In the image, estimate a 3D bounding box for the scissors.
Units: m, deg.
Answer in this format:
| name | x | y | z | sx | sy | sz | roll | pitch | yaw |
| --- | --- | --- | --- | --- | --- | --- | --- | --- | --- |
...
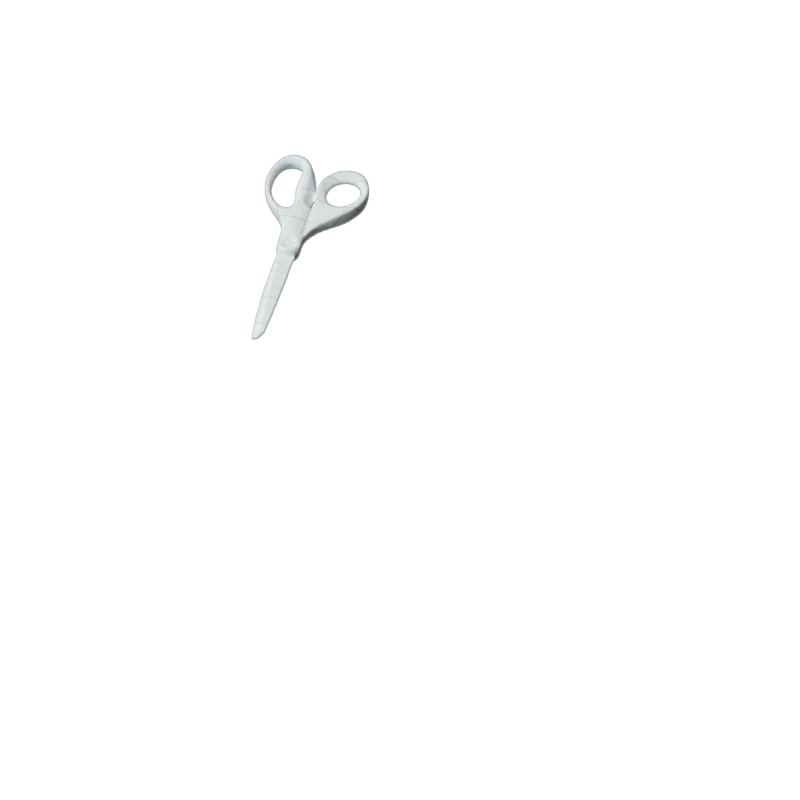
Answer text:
| name | x | y | z | sx | sy | sz | roll | pitch | yaw |
| --- | --- | --- | --- | --- | --- | --- | --- | --- | --- |
| scissors | -0.069 | -0.126 | 0.881 | 0.096 | 0.217 | 0.015 | -3 | -41 | -3 |
